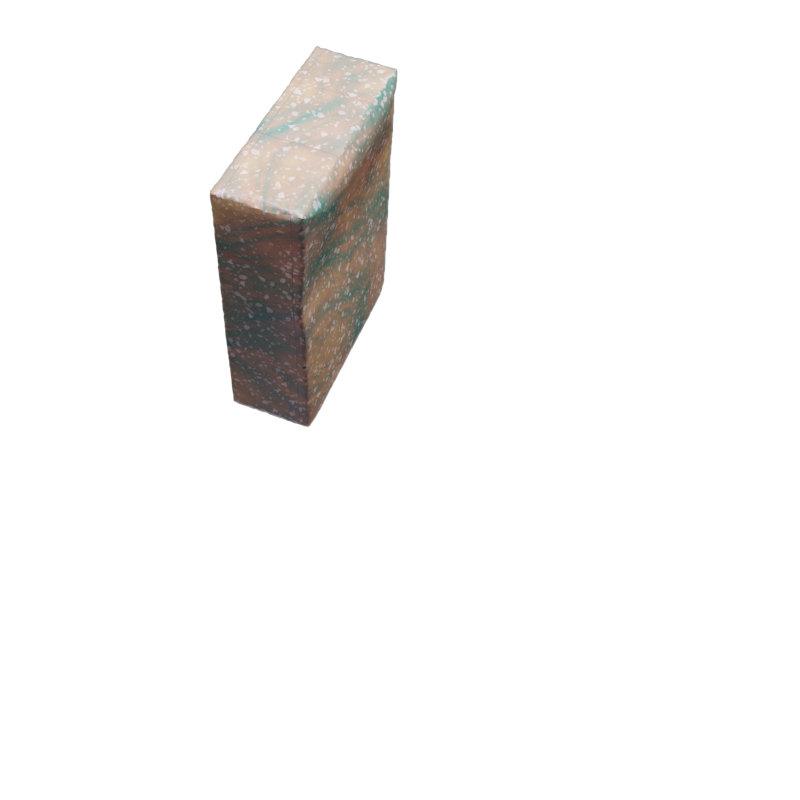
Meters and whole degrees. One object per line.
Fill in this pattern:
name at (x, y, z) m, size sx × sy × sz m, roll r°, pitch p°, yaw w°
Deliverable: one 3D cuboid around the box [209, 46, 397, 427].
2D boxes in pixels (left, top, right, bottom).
box at (-0.061, -0.112, 0.781) m, size 0.074 × 0.171 × 0.199 m, roll 17°, pitch -39°, yaw 10°
